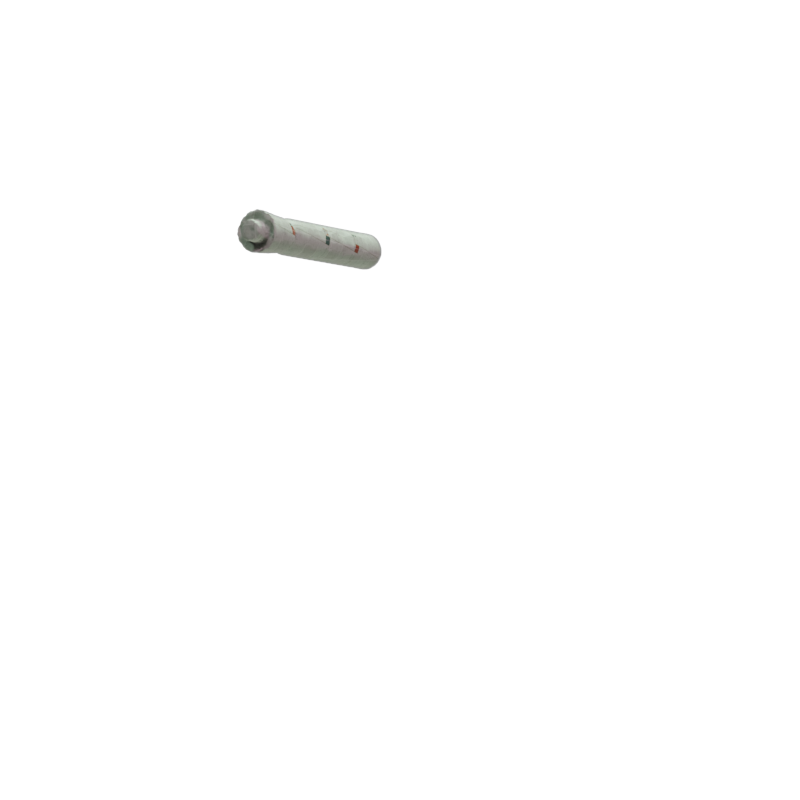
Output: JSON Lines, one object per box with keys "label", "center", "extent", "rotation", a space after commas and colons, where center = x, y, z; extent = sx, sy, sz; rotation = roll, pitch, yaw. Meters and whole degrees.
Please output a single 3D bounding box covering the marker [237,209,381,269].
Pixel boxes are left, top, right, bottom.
{"label": "marker", "center": [-0.041, -0.075, 0.524], "extent": [0.020, 0.020, 0.117], "rotation": [2, 3, 23]}
